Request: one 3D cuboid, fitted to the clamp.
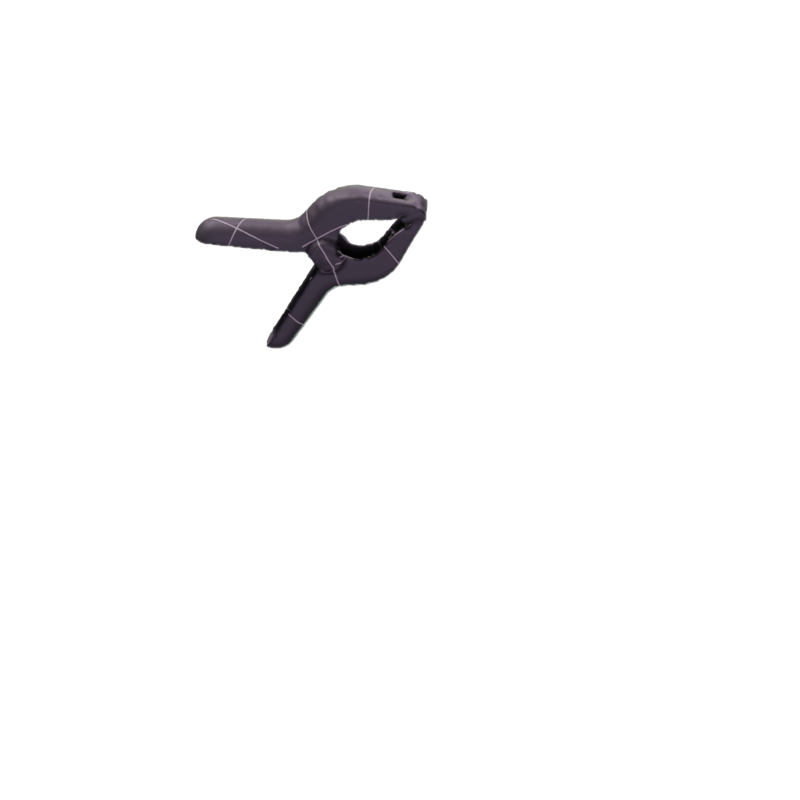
[{"bbox_3d":[-0.065,-0.118,0.825,0.171,0.113,0.042,-31,29,19],"label":"clamp"}]
